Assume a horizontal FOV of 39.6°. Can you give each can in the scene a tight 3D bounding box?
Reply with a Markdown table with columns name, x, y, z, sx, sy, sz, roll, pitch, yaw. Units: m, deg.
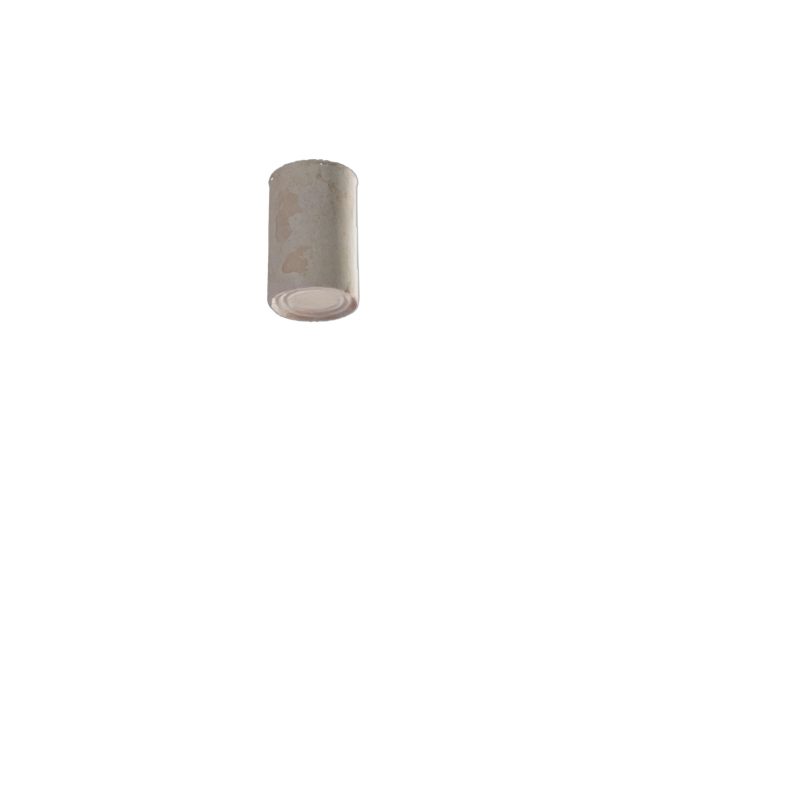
| name | x | y | z | sx | sy | sz | roll | pitch | yaw |
| --- | --- | --- | --- | --- | --- | --- | --- | --- | --- |
| can | -0.064 | -0.116 | 0.816 | 0.068 | 0.108 | 0.065 | 0 | -24 | -2 |
